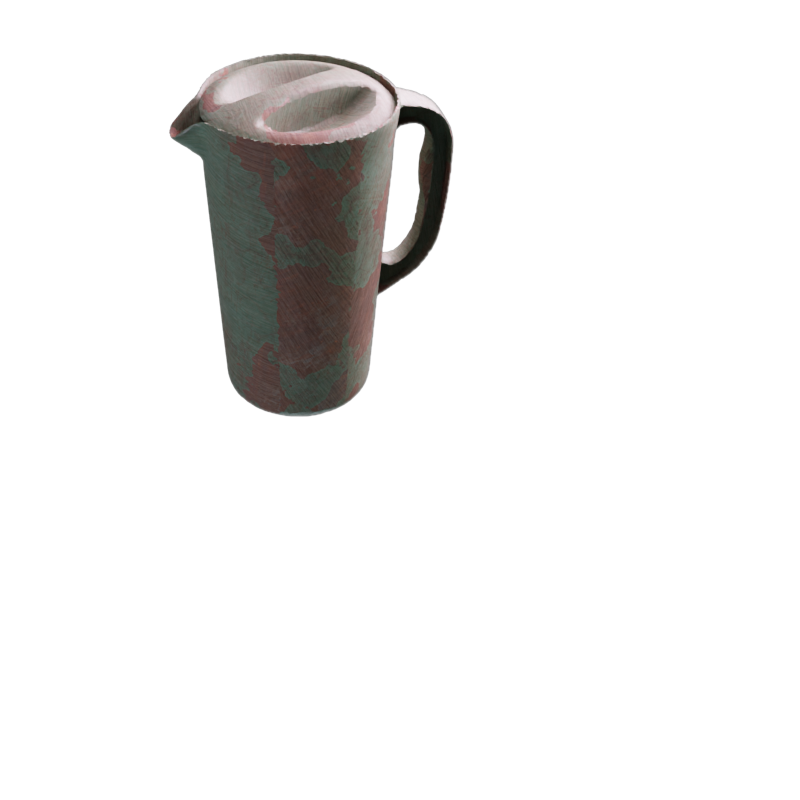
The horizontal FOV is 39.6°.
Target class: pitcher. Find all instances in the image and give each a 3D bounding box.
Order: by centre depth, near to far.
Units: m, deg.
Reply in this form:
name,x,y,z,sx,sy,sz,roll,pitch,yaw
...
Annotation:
name,x,y,z,sx,sy,sz,roll,pitch,yaw
pitcher,-0.061,-0.111,0.779,0.156,0.227,0.148,21,41,23
